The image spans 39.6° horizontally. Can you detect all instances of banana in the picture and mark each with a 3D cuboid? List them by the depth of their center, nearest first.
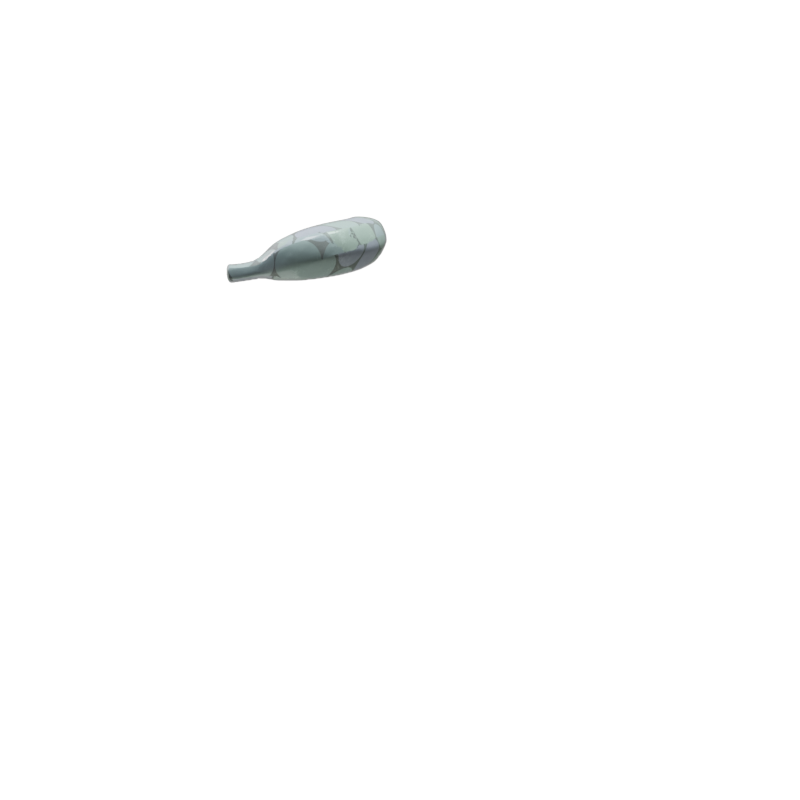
[{"bbox_3d":[-0.048,-0.114,0.805,0.072,0.036,0.196,6,15,23],"label":"banana"}]
